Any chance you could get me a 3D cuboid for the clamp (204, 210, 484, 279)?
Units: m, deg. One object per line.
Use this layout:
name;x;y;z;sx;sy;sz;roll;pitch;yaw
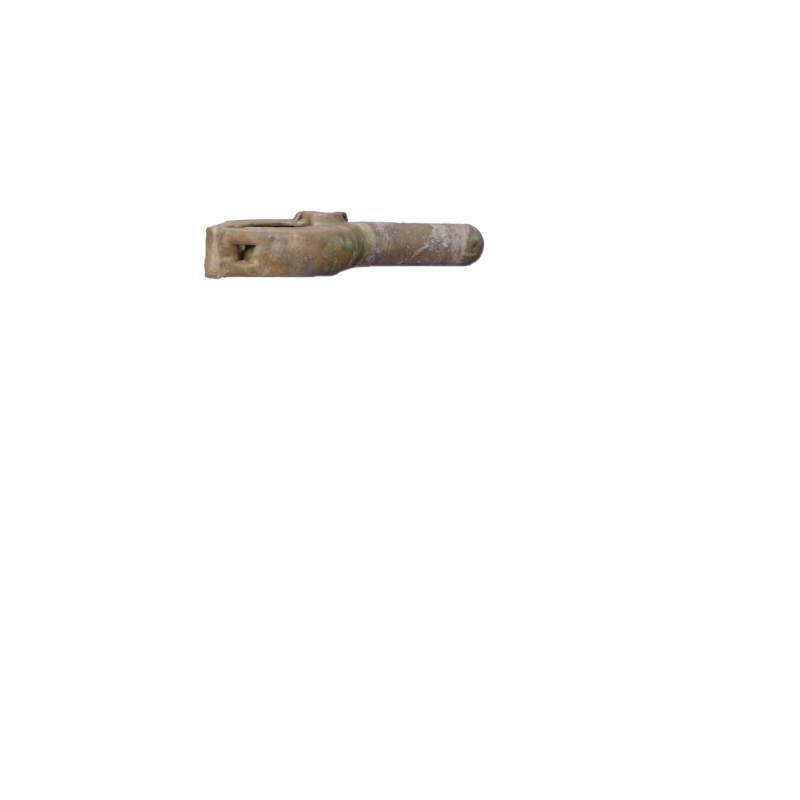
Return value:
clamp;-0.050;-0.091;0.638;0.165;0.039;0.125;-6;9;-39
